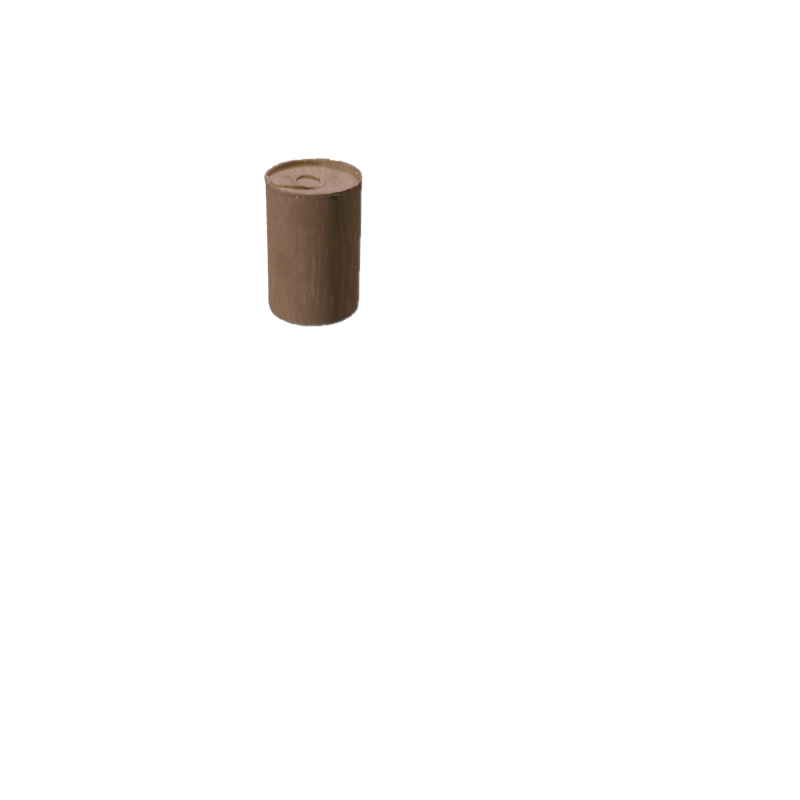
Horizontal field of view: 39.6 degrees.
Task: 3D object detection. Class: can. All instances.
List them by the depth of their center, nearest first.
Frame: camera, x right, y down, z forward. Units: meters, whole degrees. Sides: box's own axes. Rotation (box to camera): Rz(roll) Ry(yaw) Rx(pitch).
[{"bbox_3d":[-0.061,-0.112,0.785,0.068,0.097,0.073,0,28,-2],"label":"can"}]
